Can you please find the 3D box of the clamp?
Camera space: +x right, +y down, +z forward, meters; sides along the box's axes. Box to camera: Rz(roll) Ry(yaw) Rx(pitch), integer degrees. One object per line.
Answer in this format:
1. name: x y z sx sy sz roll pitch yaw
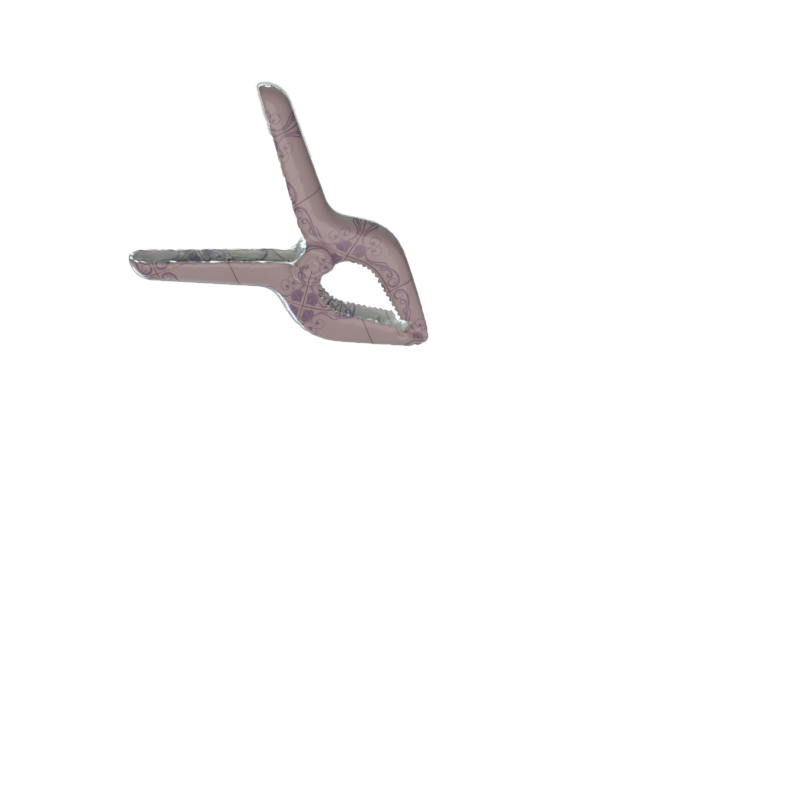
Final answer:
1. clamp: -0.060 -0.109 0.766 0.204 0.160 0.038 28 22 -13
